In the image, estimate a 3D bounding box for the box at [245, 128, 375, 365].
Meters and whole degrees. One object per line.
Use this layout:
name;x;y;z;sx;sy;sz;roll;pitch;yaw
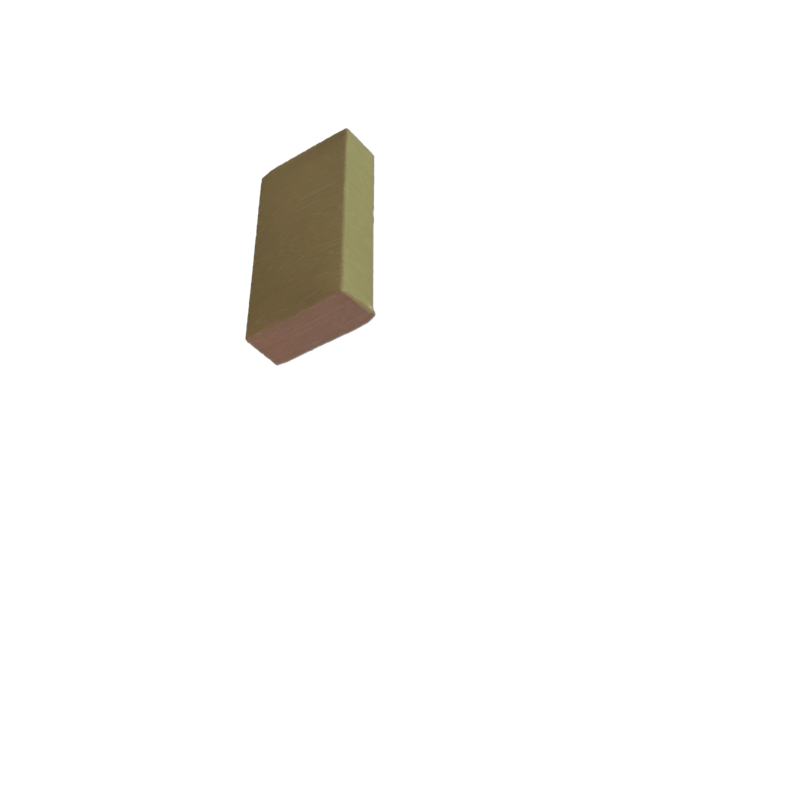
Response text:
box;-0.067;-0.121;0.848;0.093;0.189;0.045;-26;-44;25
